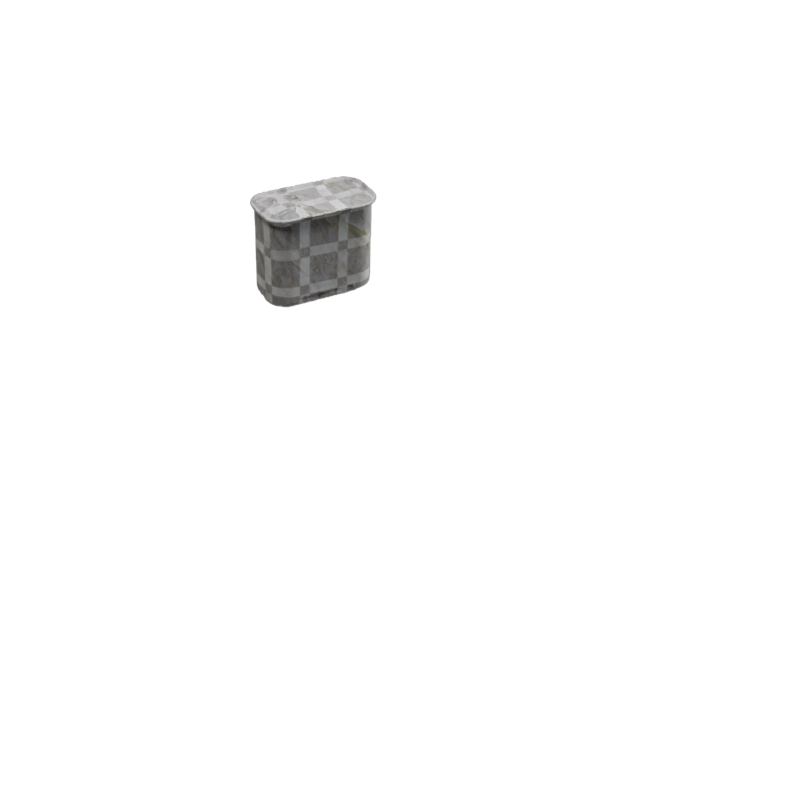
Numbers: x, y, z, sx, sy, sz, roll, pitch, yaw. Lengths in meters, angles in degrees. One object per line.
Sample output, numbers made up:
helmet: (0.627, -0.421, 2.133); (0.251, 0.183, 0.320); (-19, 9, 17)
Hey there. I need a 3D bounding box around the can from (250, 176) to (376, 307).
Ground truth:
can: (-0.073, -0.133, 0.932); (0.100, 0.079, 0.062); (-15, 36, -23)
